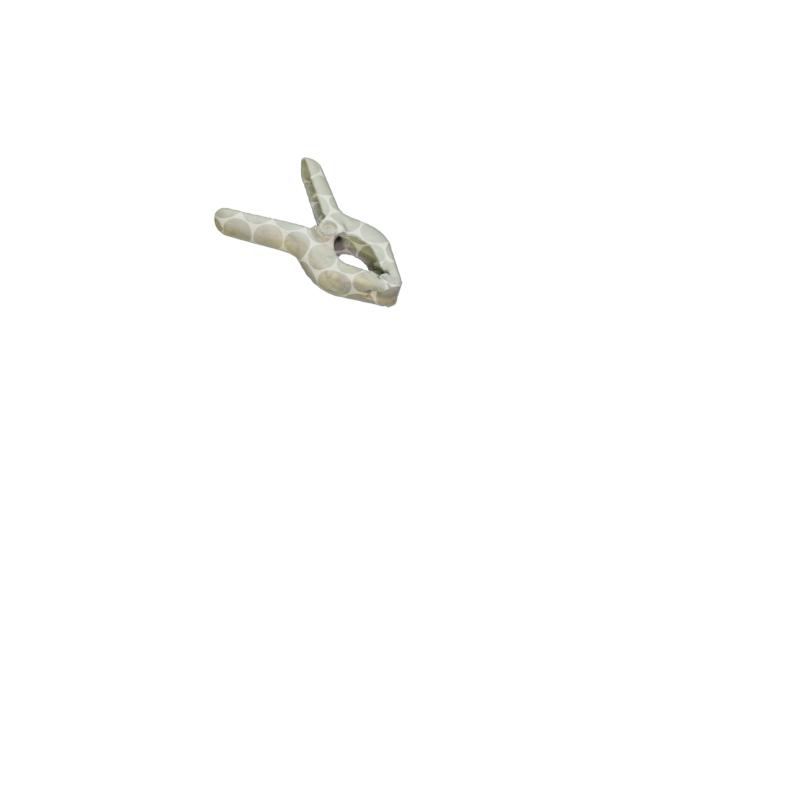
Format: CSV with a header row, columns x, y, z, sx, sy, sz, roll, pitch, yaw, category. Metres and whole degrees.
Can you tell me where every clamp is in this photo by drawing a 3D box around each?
x,y,z,sx,sy,sz,roll,pitch,yaw,category
-0.075,-0.136,0.952,0.120,0.183,0.037,-31,-32,-22,clamp
